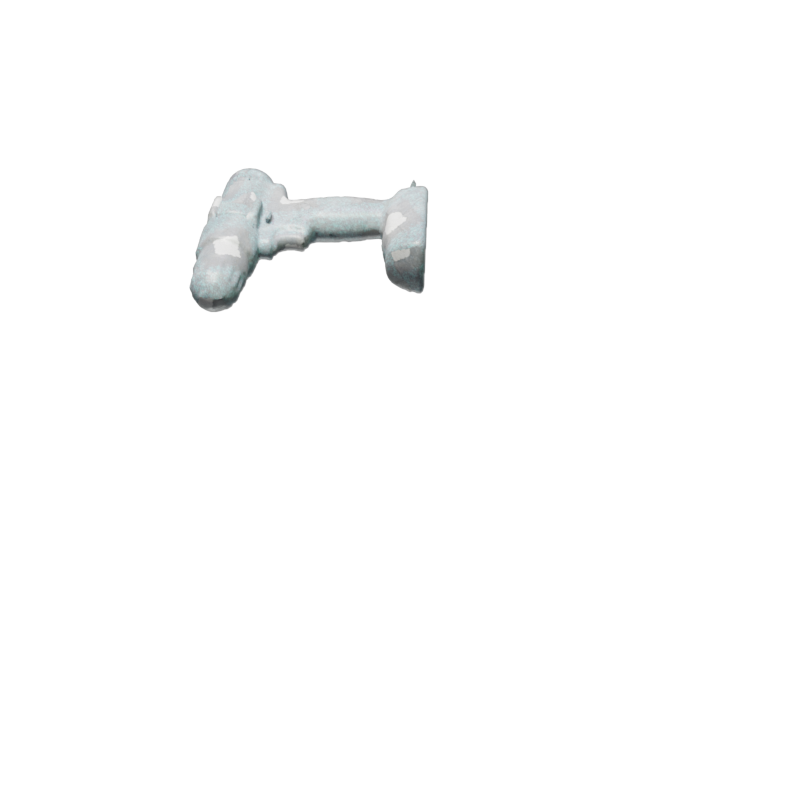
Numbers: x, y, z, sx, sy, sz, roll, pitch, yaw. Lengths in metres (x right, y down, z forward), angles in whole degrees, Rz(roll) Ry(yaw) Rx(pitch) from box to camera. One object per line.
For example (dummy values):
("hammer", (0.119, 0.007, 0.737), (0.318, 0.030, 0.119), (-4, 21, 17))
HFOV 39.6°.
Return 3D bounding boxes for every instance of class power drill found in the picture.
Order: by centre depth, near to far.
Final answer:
("power drill", (-0.072, -0.131, 0.917), (0.189, 0.054, 0.196), (4, 39, 4))
